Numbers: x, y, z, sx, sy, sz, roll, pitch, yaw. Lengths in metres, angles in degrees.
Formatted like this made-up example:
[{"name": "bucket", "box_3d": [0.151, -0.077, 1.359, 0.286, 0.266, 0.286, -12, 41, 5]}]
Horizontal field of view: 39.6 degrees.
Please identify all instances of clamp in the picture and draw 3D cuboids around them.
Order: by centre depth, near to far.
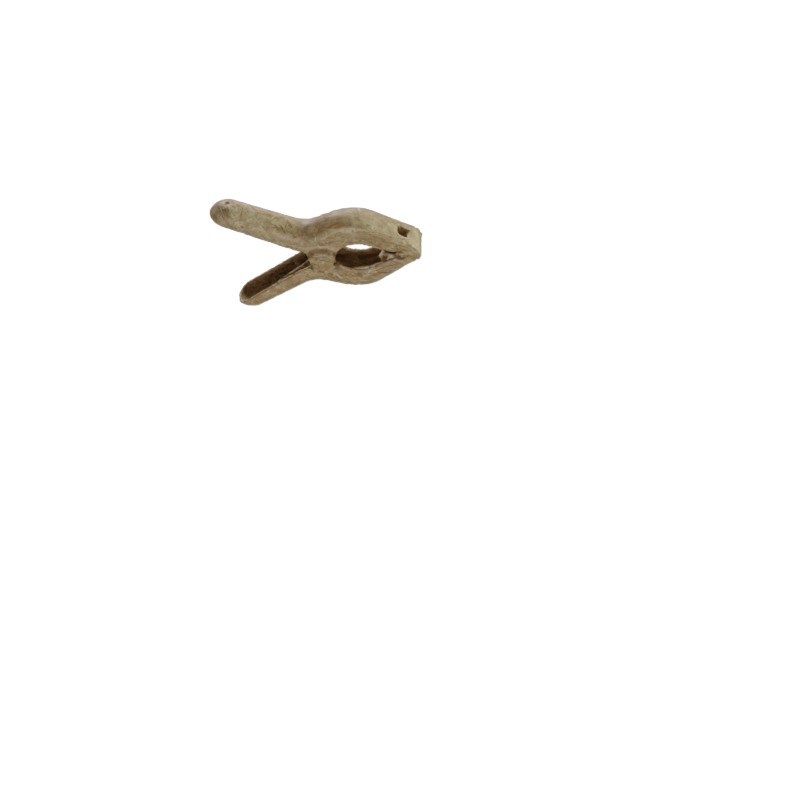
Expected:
[{"name": "clamp", "box_3d": [-0.071, -0.130, 0.911, 0.173, 0.042, 0.111, -9, -33, 14]}]
